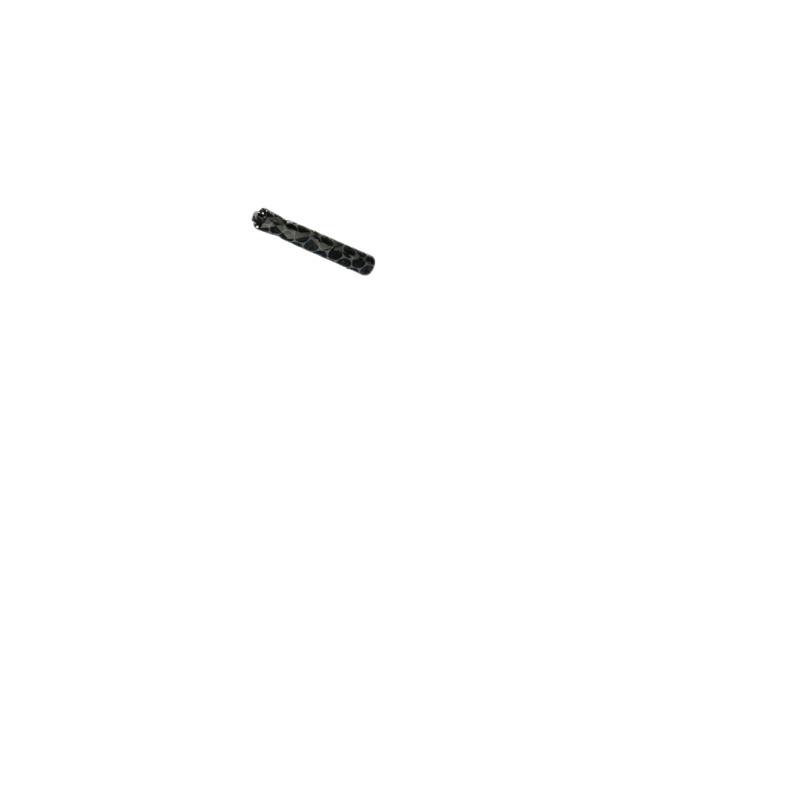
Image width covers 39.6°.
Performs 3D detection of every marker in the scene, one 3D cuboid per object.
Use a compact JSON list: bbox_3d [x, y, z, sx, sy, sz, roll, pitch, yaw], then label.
[{"bbox_3d":[-0.072,-0.132,0.925,0.114,0.020,0.020,20,-8,-32],"label":"marker"}]
